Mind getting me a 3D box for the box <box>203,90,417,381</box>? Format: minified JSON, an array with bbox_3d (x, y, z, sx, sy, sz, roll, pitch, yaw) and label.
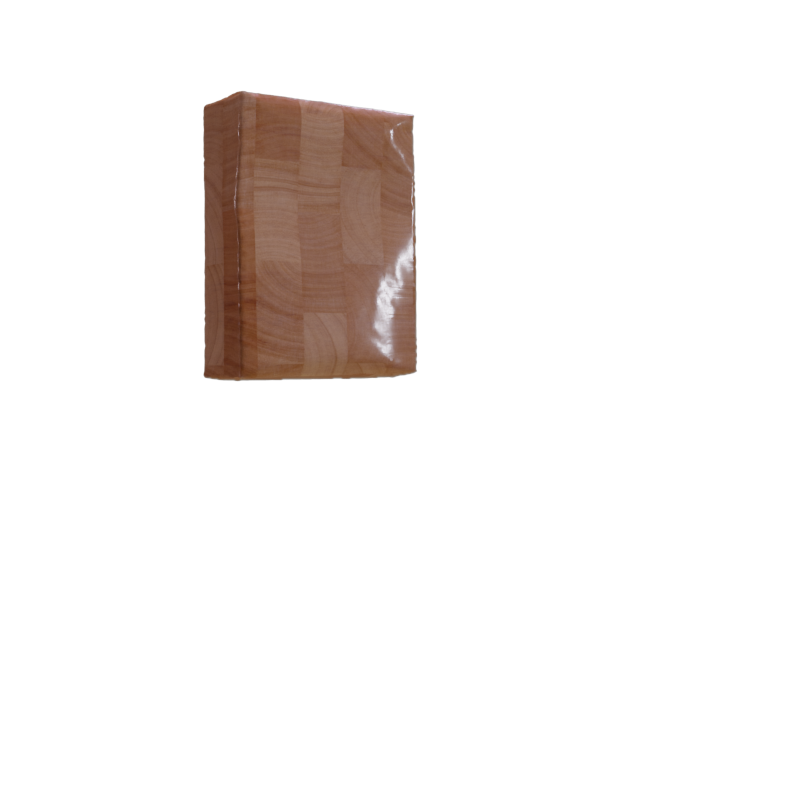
[{"bbox_3d":[-0.068,-0.124,0.869,0.158,0.216,0.074,1,-5,-33],"label":"box"}]
